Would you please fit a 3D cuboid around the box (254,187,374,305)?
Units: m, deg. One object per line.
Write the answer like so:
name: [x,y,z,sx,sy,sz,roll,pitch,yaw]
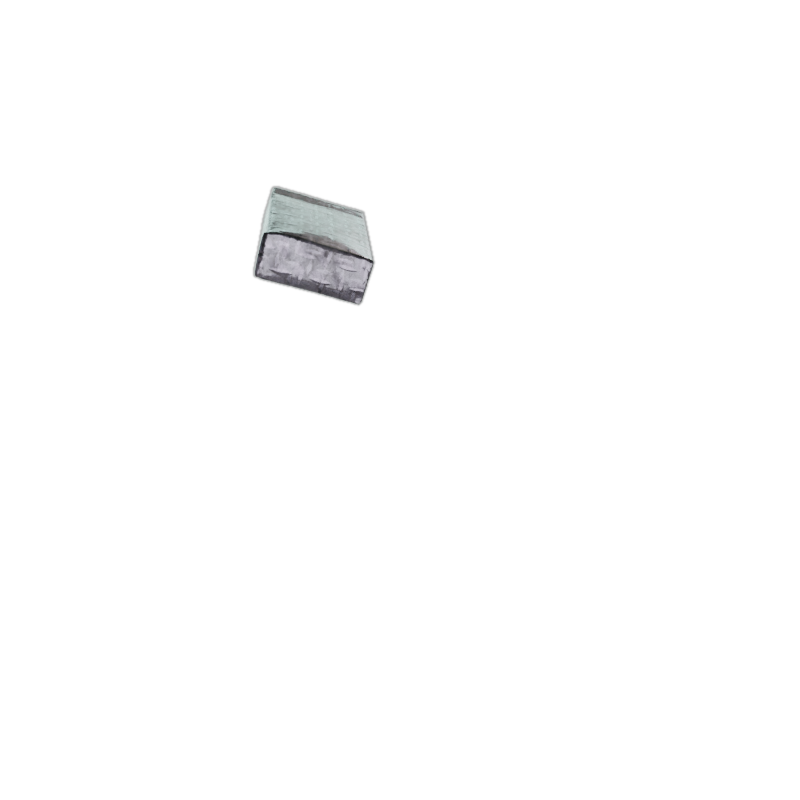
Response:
box: [-0.076,-0.138,0.969,0.092,0.047,0.183,15,18,-8]
